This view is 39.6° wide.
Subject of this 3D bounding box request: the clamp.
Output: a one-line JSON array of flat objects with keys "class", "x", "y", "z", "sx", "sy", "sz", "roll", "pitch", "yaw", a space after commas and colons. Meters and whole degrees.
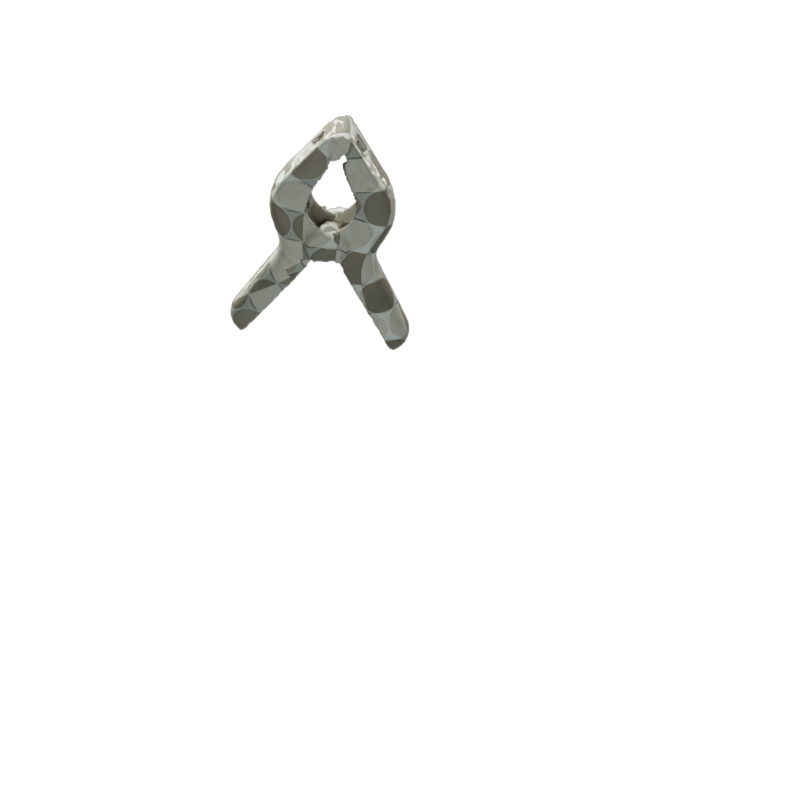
[{"class": "clamp", "x": -0.056, "y": -0.102, "z": 0.714, "sx": 0.120, "sy": 0.160, "sz": 0.042, "roll": -2, "pitch": 35, "yaw": 1}]
